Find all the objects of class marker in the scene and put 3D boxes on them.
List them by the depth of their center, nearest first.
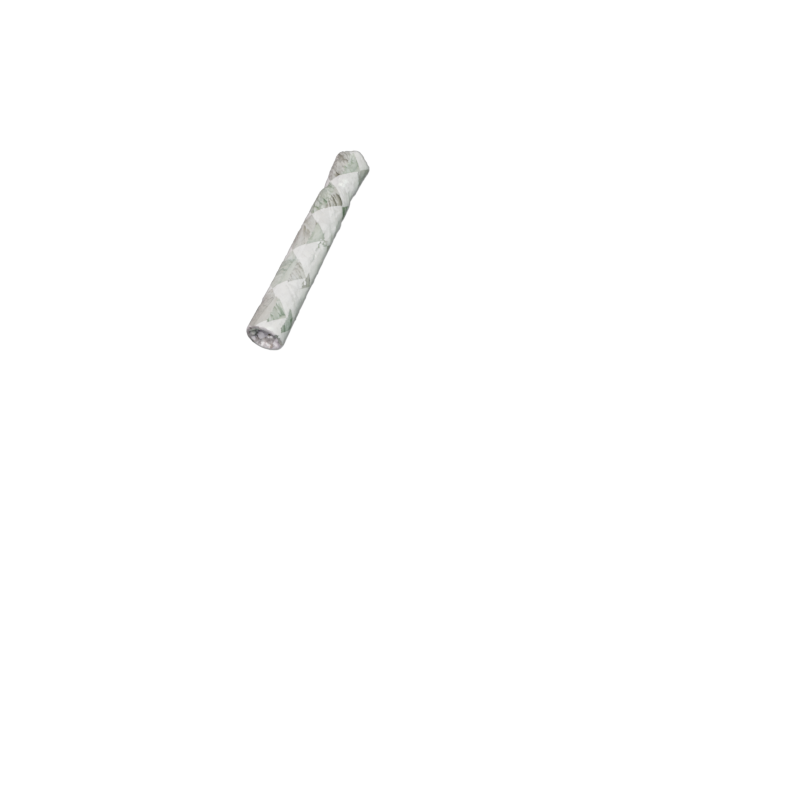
[{"bbox_3d":[-0.043,-0.078,0.543,0.020,0.126,0.018,17,-33,9],"label":"marker"}]
